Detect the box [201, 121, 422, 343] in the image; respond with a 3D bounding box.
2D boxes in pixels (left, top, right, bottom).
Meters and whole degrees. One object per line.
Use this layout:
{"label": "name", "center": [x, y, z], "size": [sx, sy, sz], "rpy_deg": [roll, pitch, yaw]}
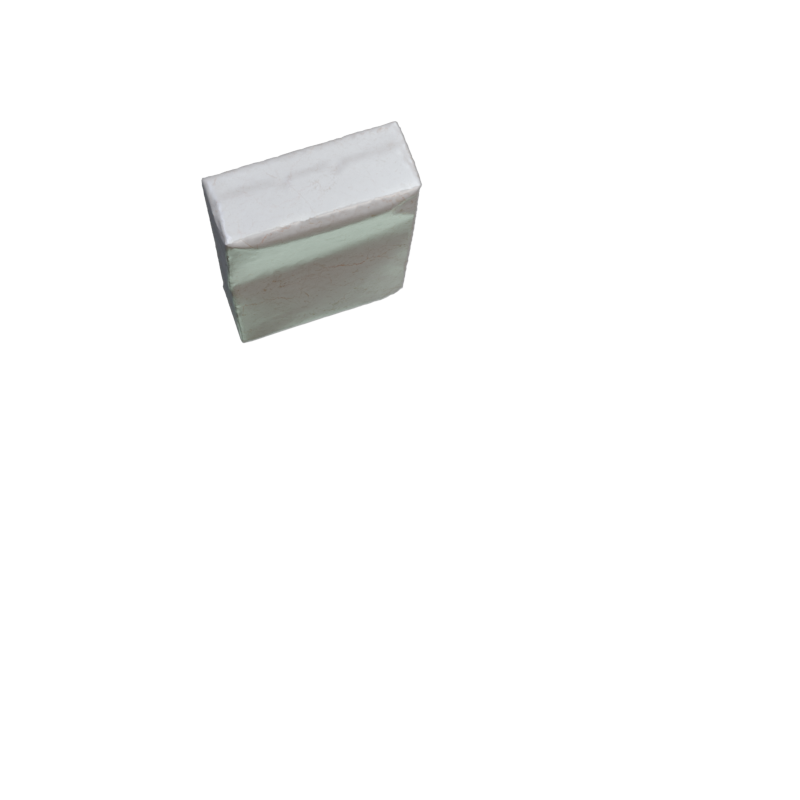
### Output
{"label": "box", "center": [-0.074, -0.135, 0.947], "size": [0.163, 0.076, 0.204], "rpy_deg": [-19, -16, -9]}
